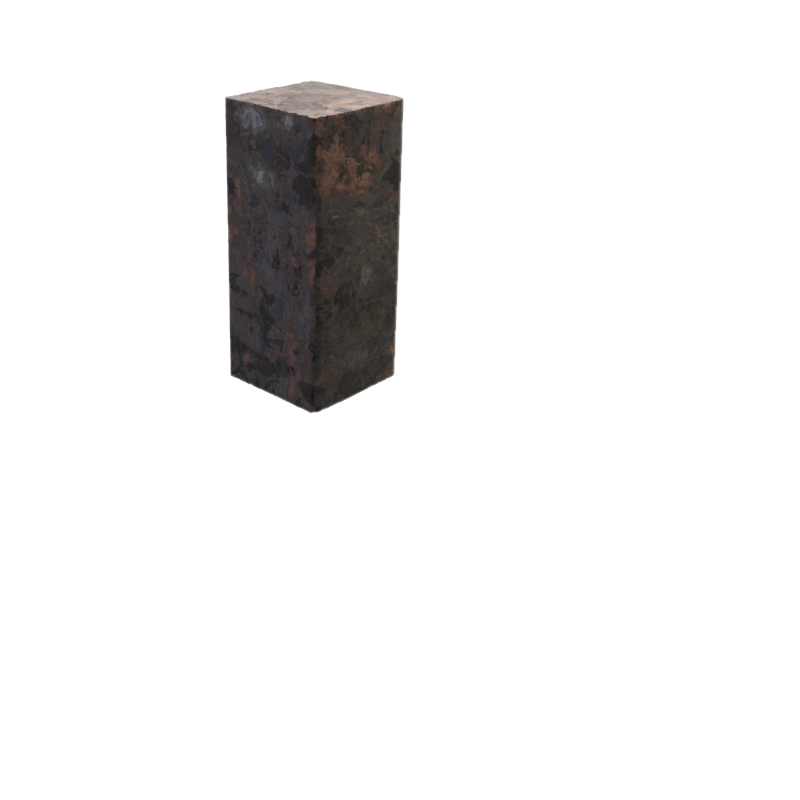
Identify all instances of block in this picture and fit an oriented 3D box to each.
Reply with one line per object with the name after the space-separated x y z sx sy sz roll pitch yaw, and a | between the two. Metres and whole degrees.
-0.060 -0.111 0.779 0.096 0.197 0.089 19 27 39 | block
